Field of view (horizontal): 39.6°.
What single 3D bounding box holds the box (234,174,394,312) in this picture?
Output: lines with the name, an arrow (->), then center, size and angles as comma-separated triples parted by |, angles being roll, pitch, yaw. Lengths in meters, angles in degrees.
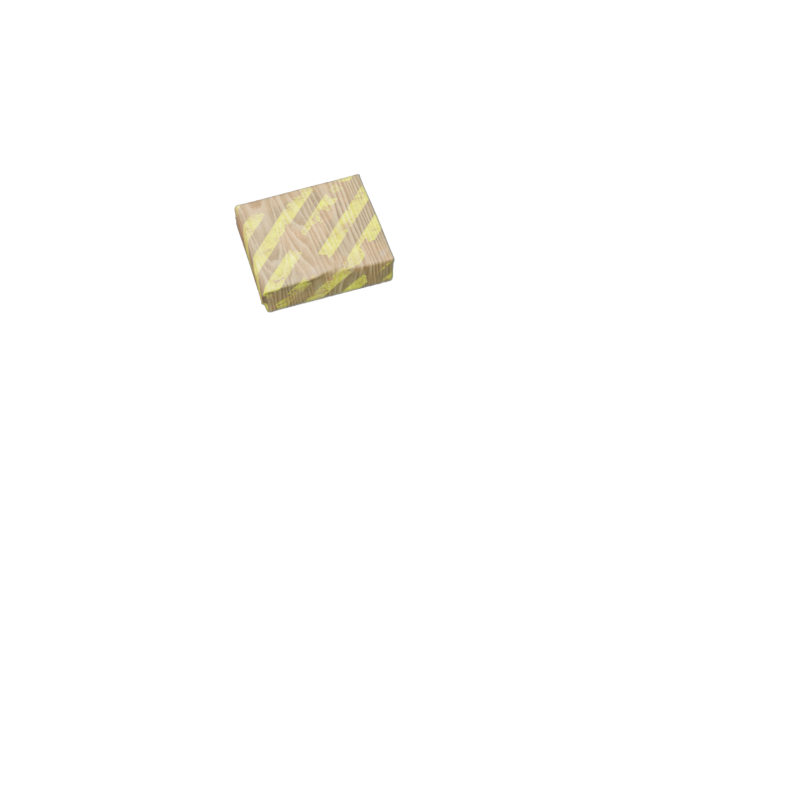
box -> -0.057, -0.104, 0.728 | 0.089, 0.079, 0.028 | -15, -31, -10
